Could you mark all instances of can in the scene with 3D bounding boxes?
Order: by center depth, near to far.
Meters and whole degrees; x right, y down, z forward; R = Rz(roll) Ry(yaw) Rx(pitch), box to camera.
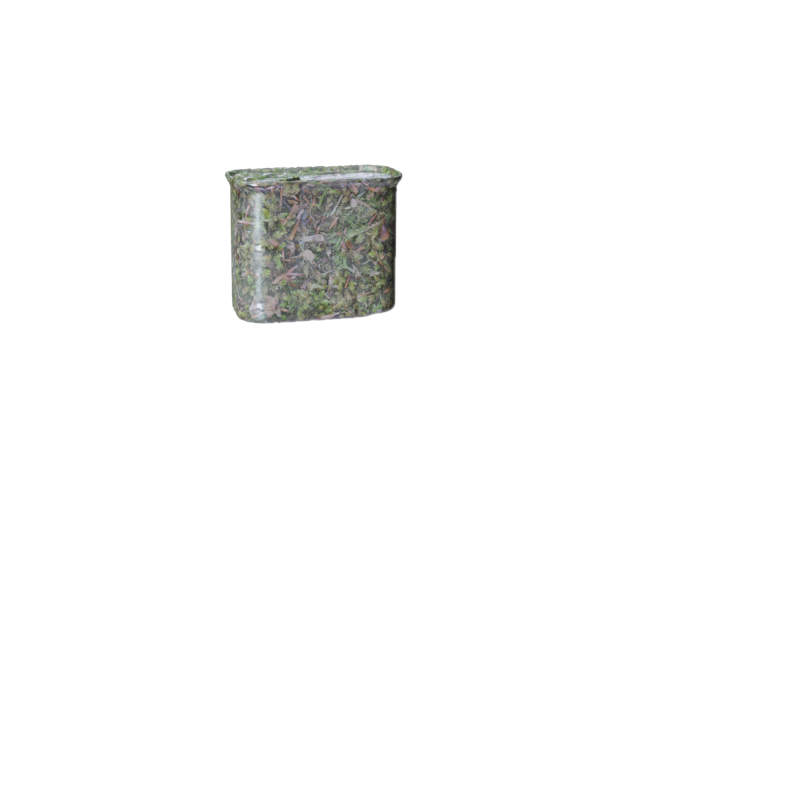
[{"bbox_3d":[-0.052,-0.094,0.659,0.100,0.081,0.060,-4,15,-13],"label":"can"}]
